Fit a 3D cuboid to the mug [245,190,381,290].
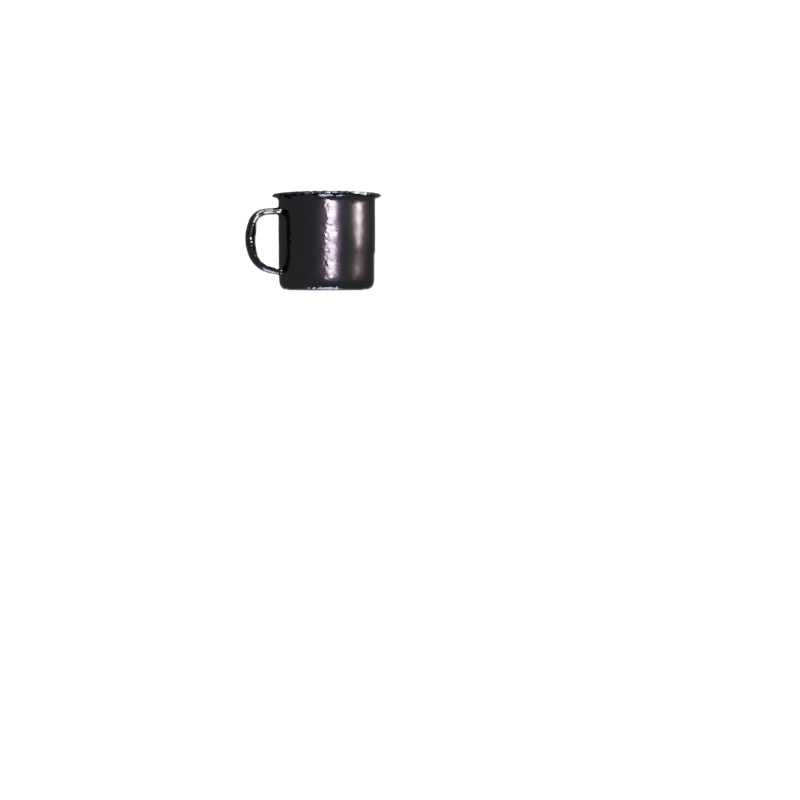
[{"bbox_3d":[-0.074,-0.134,0.941,0.114,0.081,0.096,-2,4,-20],"label":"mug"}]
